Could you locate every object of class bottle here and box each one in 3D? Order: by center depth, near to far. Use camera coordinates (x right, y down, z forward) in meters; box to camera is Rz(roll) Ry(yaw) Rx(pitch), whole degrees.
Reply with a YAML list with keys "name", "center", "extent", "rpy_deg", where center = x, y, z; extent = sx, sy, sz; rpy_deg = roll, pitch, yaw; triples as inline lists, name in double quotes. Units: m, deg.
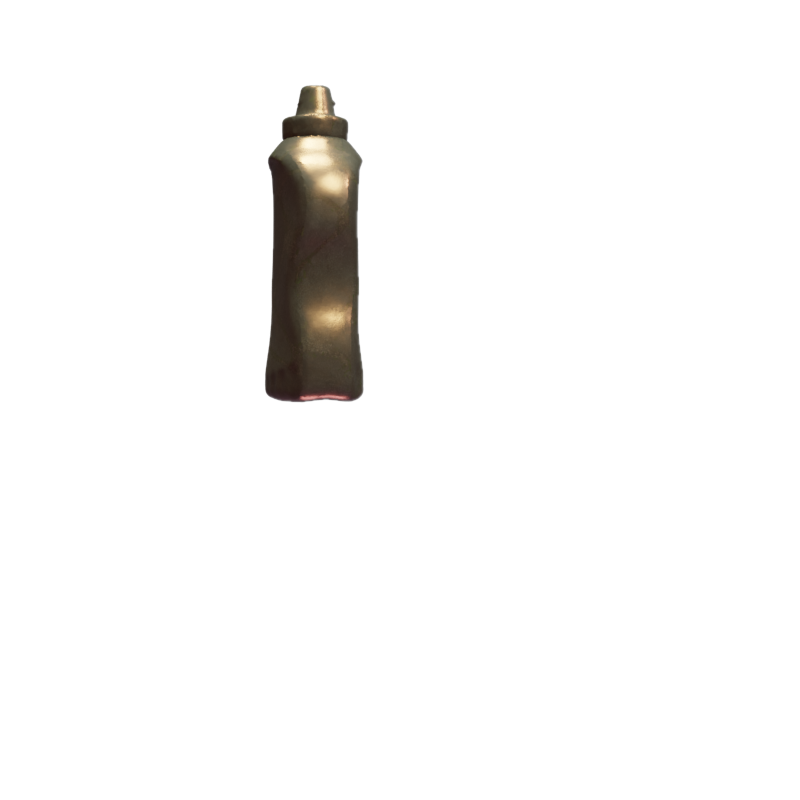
- name: "bottle"
  center: [-0.053, -0.097, 0.679]
  extent: [0.058, 0.194, 0.096]
  rpy_deg: [1, -3, -11]
